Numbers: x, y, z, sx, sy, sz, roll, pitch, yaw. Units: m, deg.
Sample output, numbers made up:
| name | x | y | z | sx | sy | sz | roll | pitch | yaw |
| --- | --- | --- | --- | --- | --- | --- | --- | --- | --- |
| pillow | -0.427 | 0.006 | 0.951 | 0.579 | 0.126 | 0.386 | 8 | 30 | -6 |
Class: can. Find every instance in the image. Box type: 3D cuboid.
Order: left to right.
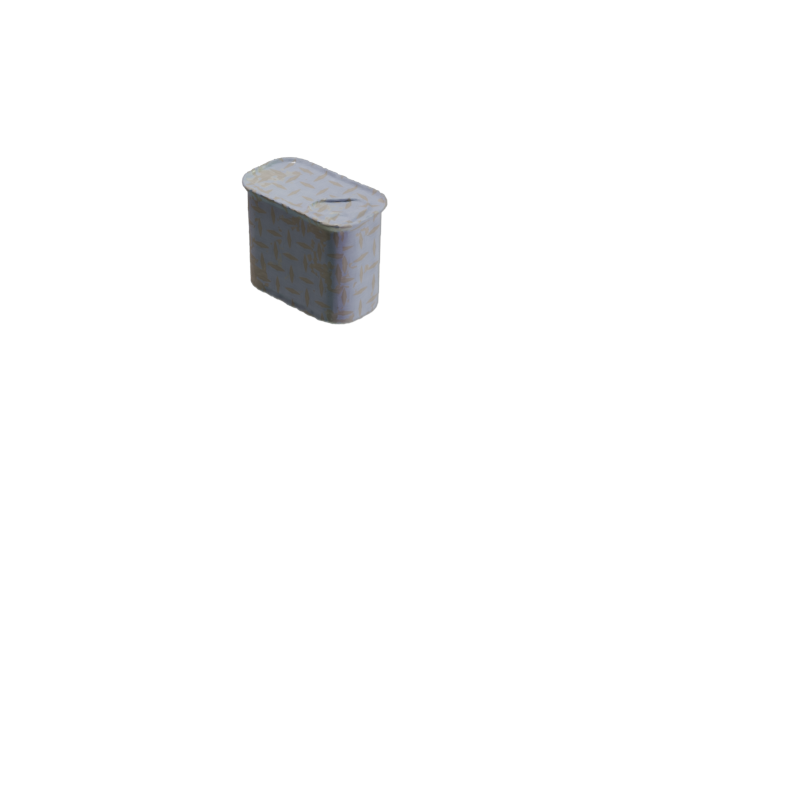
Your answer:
| name | x | y | z | sx | sy | sz | roll | pitch | yaw |
| --- | --- | --- | --- | --- | --- | --- | --- | --- | --- |
| can | -0.060 | -0.109 | 0.766 | 0.108 | 0.078 | 0.058 | 28 | 42 | 32 |
